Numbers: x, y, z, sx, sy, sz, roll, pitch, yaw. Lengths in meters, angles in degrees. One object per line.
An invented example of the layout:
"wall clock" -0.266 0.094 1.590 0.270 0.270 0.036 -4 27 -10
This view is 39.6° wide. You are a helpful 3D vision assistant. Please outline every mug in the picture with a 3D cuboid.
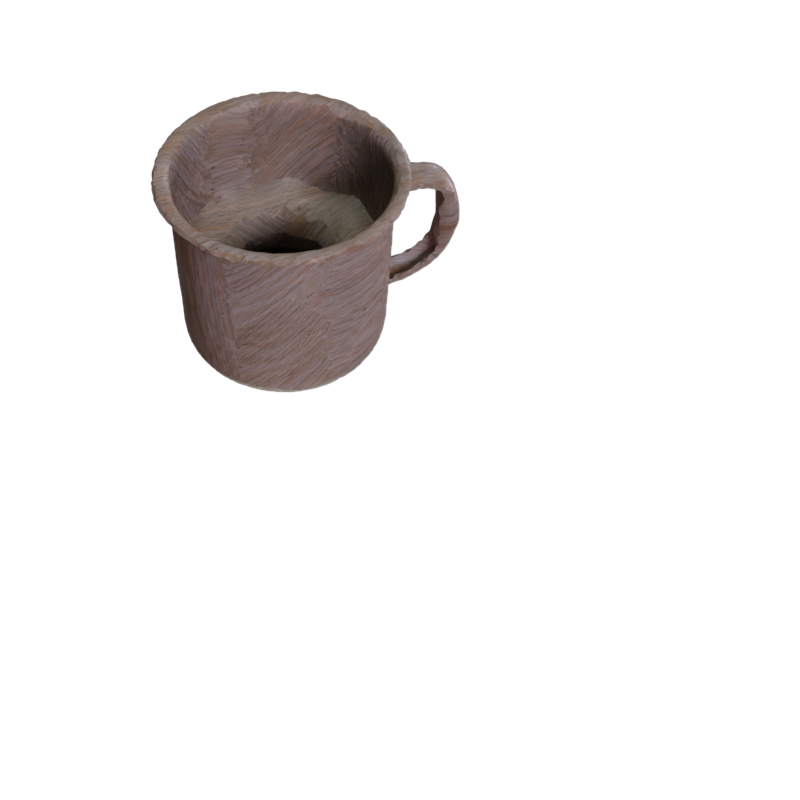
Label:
"mug" -0.033 -0.061 0.426 0.116 0.101 0.076 -15 -39 -14
